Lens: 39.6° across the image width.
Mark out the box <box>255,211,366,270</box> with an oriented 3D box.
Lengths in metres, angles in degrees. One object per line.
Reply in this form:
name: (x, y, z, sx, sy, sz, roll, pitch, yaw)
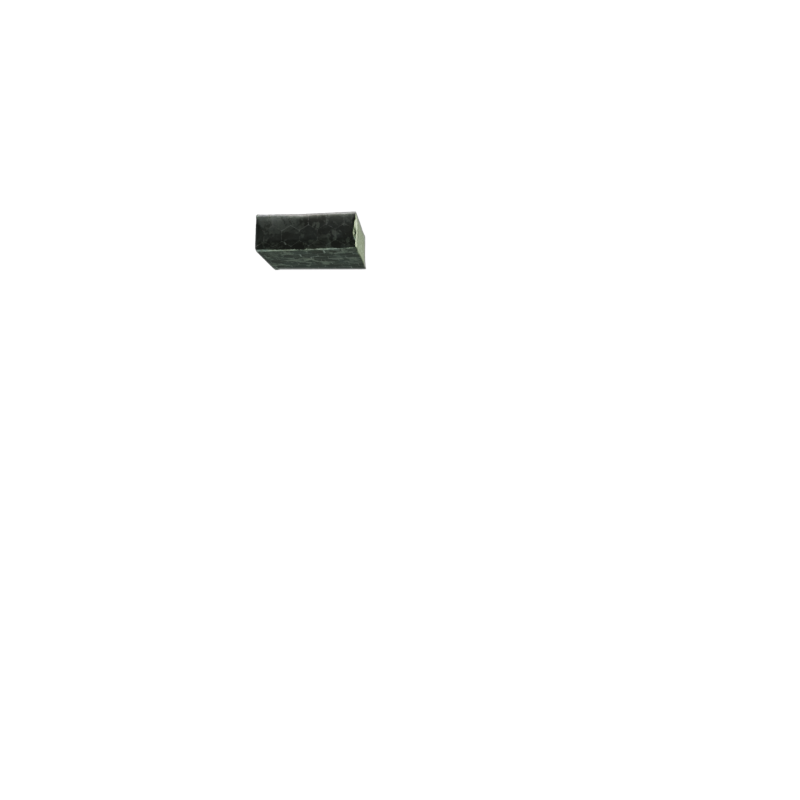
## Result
box: (-0.065, -0.118, 0.827, 0.074, 0.031, 0.087, 0, -4, 5)
